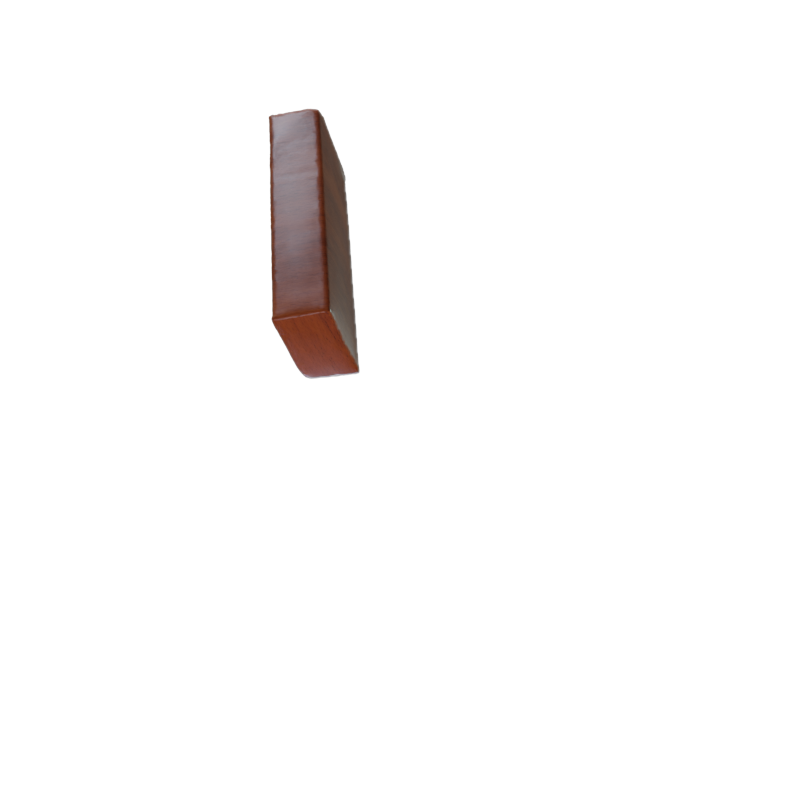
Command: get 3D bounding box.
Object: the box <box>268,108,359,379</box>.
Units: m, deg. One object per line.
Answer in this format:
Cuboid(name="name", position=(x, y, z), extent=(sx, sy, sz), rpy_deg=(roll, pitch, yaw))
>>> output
Cuboid(name="box", position=(-0.062, -0.114, 0.794), extent=(0.048, 0.188, 0.086), rpy_deg=(-8, -31, 9))
